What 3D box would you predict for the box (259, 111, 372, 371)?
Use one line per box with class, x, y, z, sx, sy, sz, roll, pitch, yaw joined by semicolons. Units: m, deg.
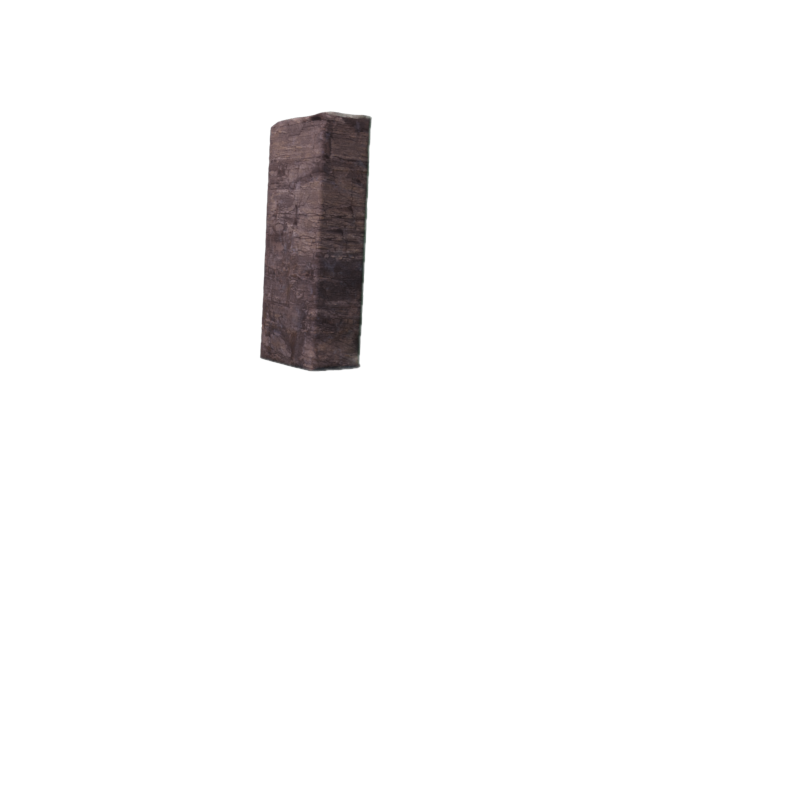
box;-0.062;-0.113;0.790;0.046;0.176;0.097;0;1;-29
